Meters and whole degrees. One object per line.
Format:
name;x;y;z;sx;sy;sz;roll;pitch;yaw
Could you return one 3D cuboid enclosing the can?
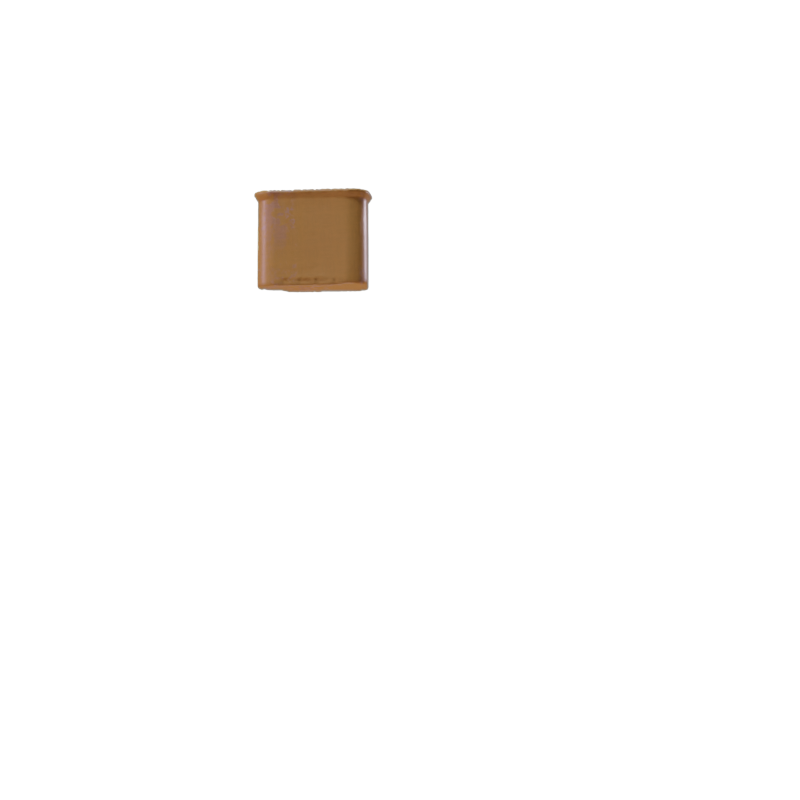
can;-0.076;-0.139;0.973;0.103;0.085;0.056;-1;-6;7
